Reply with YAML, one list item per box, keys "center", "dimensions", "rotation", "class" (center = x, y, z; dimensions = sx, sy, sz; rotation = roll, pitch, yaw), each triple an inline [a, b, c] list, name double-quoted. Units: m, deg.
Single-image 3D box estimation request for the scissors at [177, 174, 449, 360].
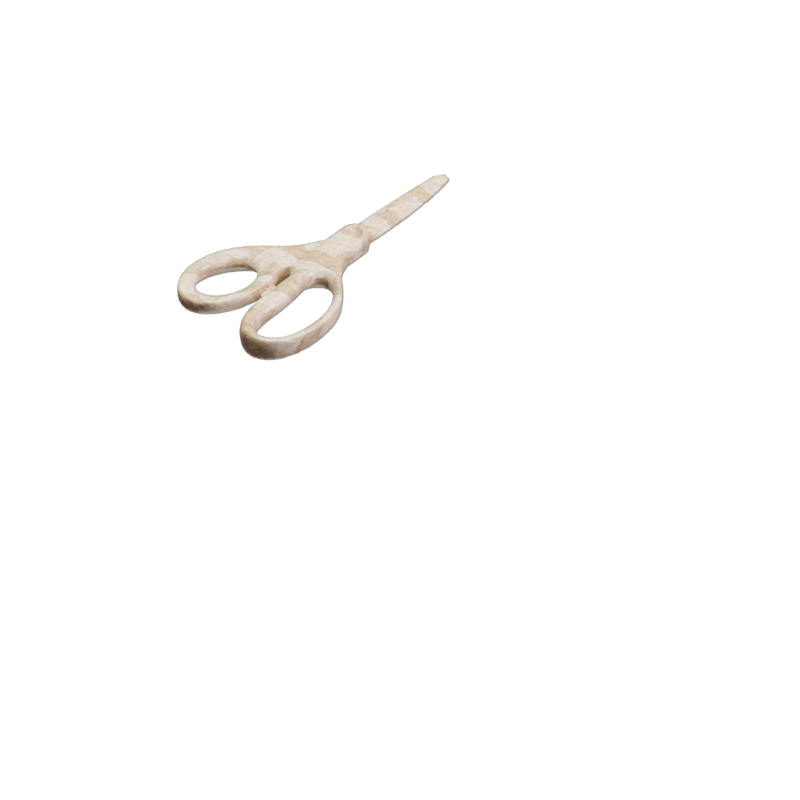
- center: [-0.048, -0.087, 0.611]
  dimensions: [0.099, 0.015, 0.209]
  rotation: [12, 39, 15]
  class: "scissors"
